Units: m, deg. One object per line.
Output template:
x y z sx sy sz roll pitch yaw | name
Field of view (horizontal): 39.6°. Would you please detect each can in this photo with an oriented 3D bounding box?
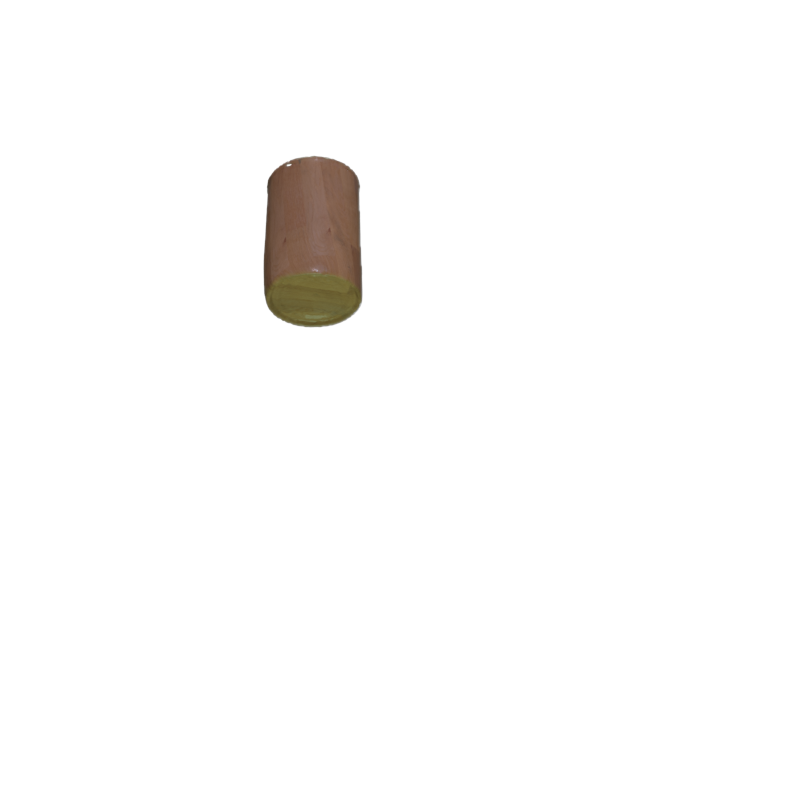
-0.061 -0.111 0.777 0.068 0.109 0.064 -1 -34 -2 | can
